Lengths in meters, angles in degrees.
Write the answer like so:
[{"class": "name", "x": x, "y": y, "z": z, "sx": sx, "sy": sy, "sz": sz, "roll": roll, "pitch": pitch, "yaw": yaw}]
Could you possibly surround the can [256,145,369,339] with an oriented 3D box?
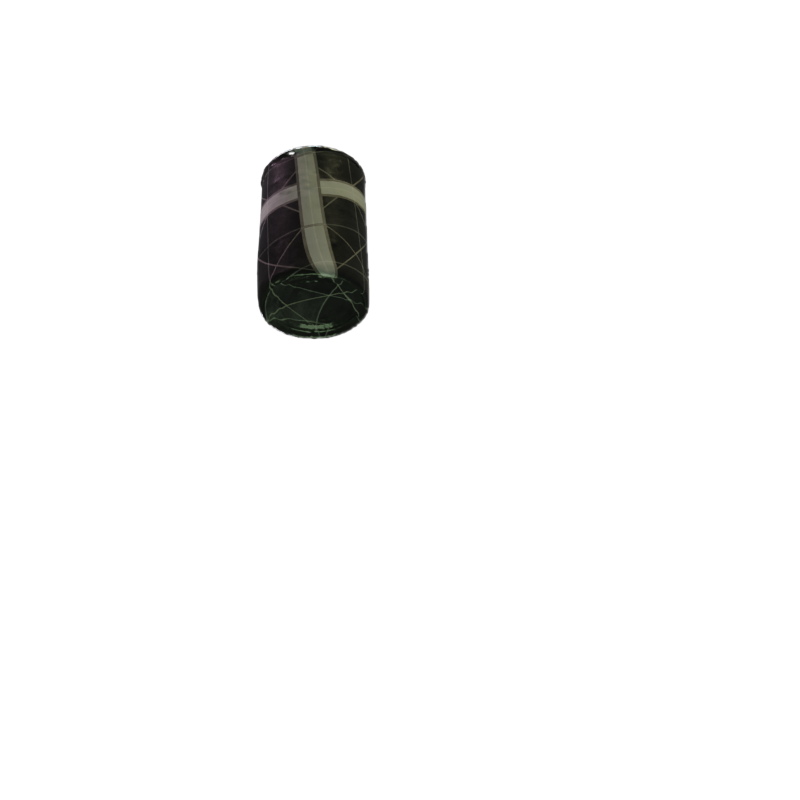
[{"class": "can", "x": -0.054, "y": -0.098, "z": 0.684, "sx": 0.068, "sy": 0.110, "sz": 0.064, "roll": -1, "pitch": -37, "yaw": -3}]
